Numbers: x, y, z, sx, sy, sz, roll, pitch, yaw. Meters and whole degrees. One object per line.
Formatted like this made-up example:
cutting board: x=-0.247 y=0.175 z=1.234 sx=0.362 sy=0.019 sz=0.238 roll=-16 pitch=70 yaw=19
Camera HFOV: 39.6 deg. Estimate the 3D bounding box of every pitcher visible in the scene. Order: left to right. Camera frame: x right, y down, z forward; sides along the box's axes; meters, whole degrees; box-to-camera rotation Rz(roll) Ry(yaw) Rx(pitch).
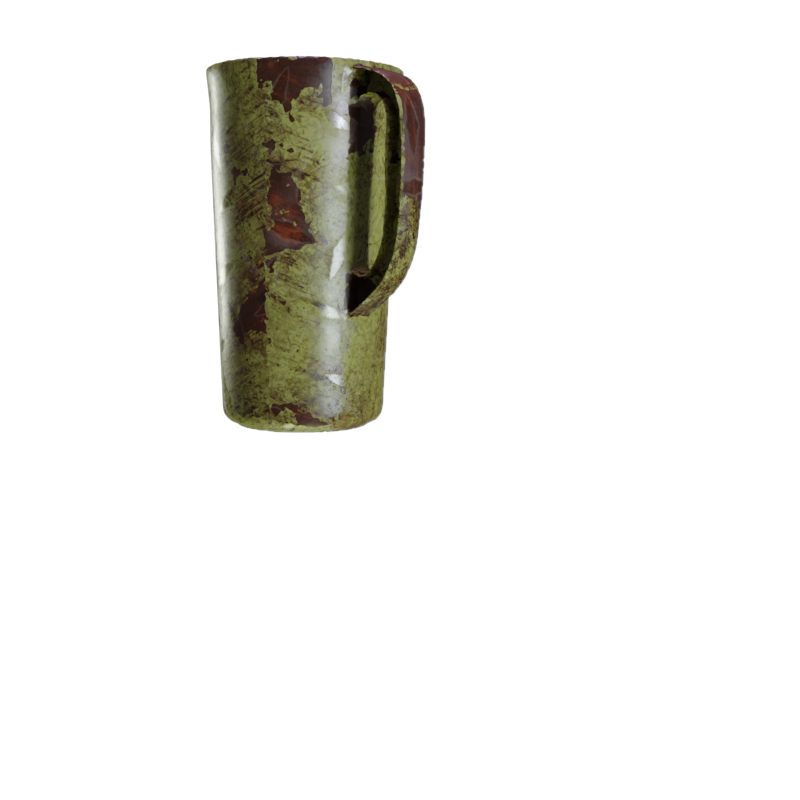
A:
pitcher: x=-0.058 y=-0.105 z=0.737 sx=0.145 sy=0.243 sz=0.149 roll=0 pitch=2 yaw=2
